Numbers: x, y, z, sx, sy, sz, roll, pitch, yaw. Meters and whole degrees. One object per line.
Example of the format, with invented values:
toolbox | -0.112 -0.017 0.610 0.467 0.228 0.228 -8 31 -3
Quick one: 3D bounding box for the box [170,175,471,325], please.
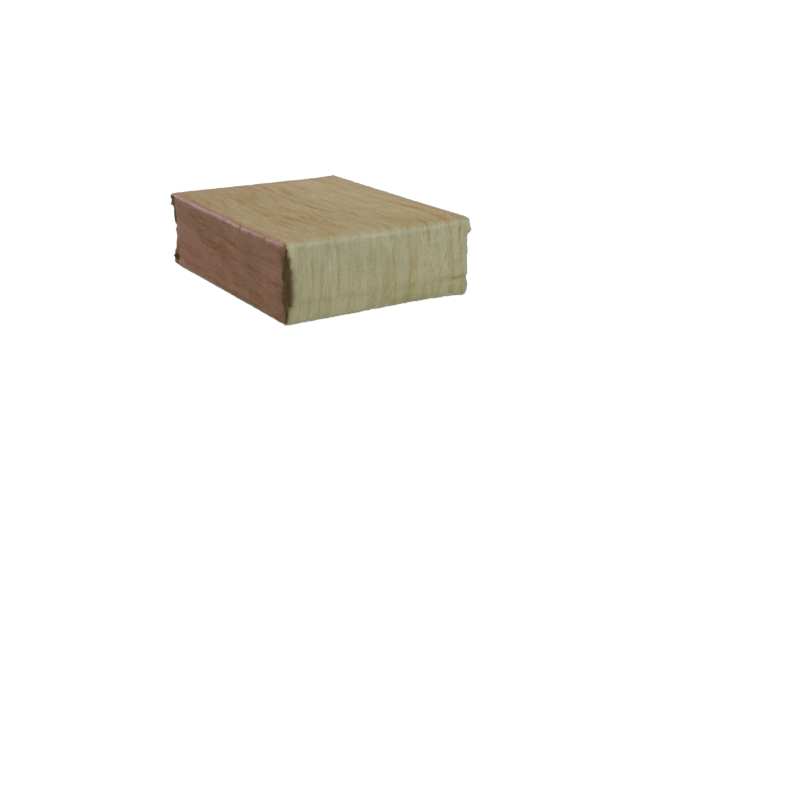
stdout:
box | -0.038 -0.070 0.488 0.088 0.037 0.120 -11 22 -31
